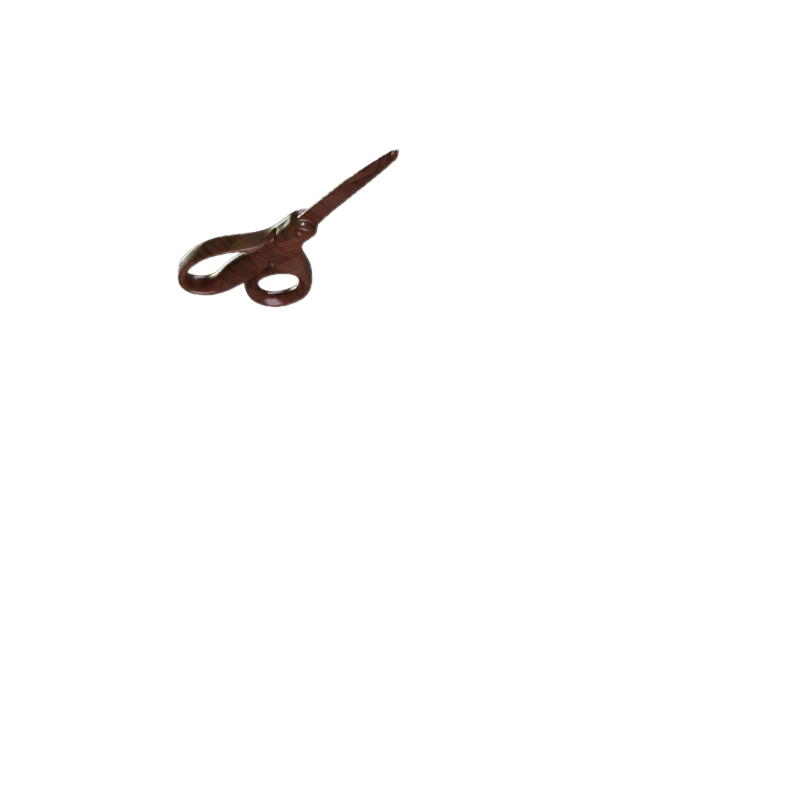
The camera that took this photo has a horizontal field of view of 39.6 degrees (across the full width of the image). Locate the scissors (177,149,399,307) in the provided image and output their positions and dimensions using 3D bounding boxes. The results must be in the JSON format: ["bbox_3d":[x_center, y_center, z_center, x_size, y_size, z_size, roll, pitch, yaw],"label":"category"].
[{"bbox_3d":[-0.054,-0.098,0.688,0.204,0.017,0.090,-17,-28,35],"label":"scissors"}]
